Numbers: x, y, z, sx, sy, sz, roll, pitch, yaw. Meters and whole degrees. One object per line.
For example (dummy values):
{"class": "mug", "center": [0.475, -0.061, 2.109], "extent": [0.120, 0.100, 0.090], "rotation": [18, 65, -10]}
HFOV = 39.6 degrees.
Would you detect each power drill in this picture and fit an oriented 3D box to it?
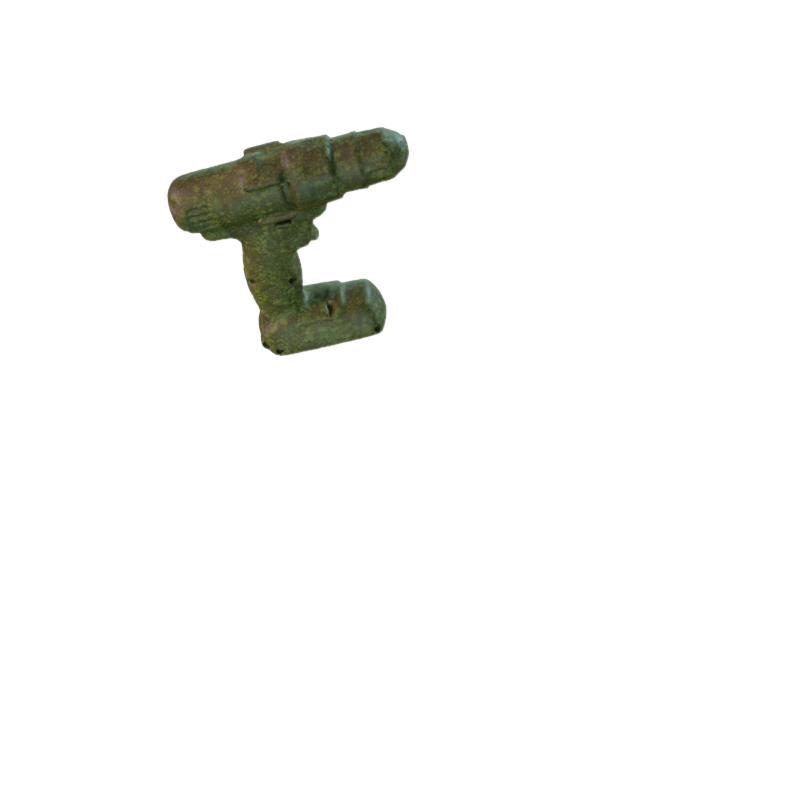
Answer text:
{"class": "power drill", "center": [-0.068, -0.124, 0.870], "extent": [0.186, 0.062, 0.173], "rotation": [-11, -46, 10]}
